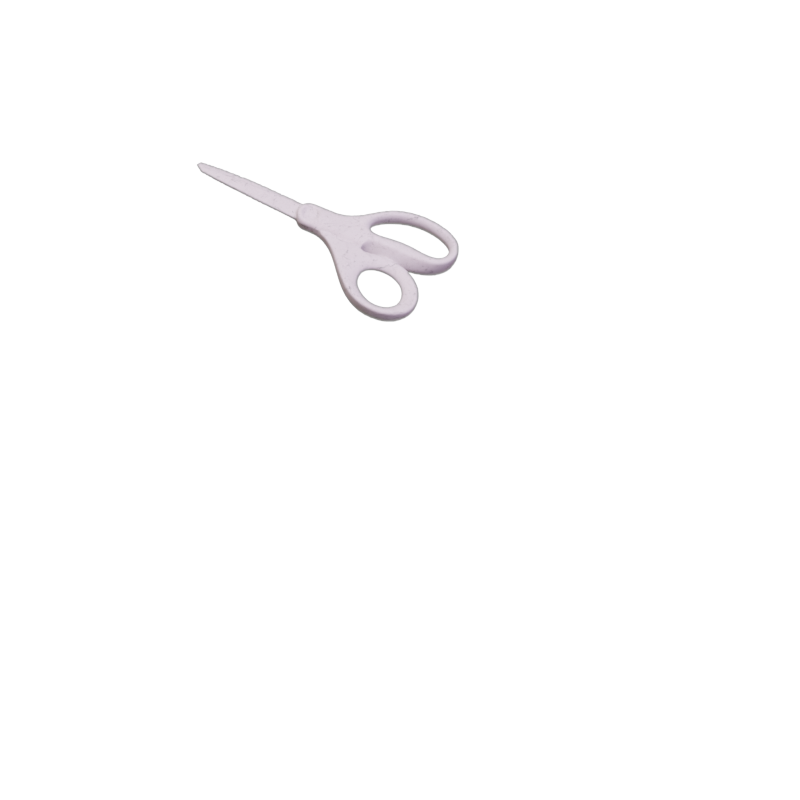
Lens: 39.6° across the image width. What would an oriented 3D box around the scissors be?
[{"bbox_3d":[-0.061,-0.112,0.783,0.205,0.101,0.015,13,-31,8],"label":"scissors"}]
